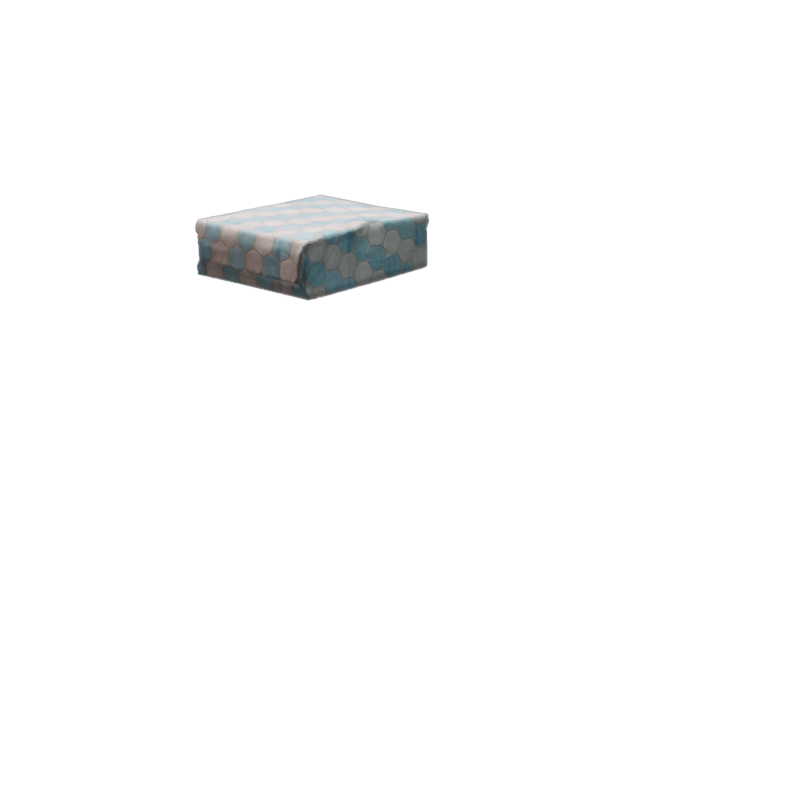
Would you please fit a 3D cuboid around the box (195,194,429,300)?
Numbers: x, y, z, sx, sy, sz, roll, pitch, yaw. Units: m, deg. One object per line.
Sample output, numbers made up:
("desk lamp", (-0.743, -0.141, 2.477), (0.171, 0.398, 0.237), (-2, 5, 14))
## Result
("box", (-0.042, -0.076, 0.530), (0.077, 0.029, 0.088), (17, 25, 39))
